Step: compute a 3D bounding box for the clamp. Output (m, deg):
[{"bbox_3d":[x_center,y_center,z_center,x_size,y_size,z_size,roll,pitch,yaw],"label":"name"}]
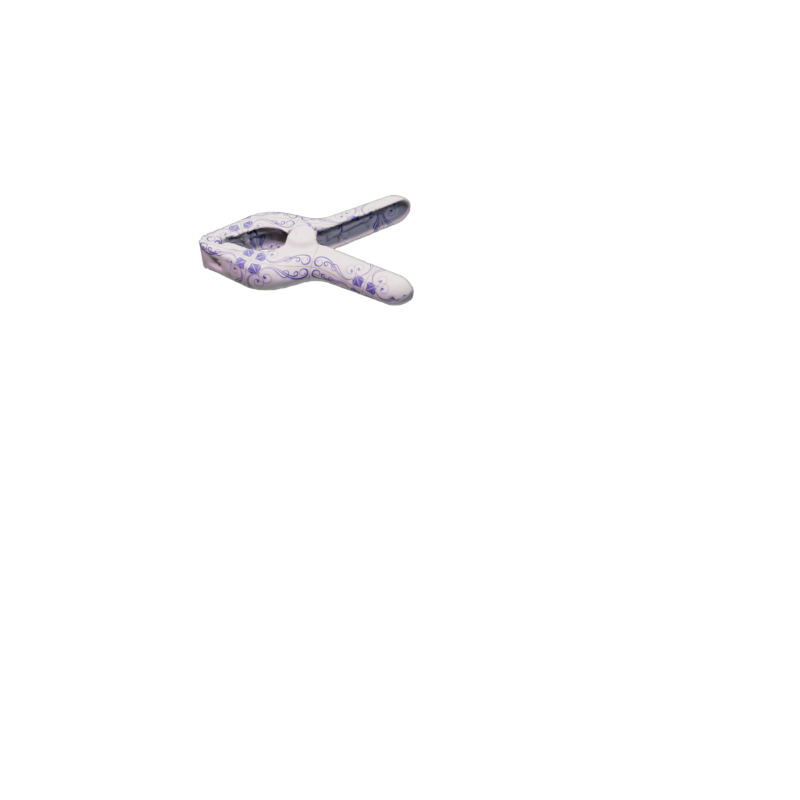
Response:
[{"bbox_3d":[-0.068,-0.124,0.872,0.174,0.037,0.127,7,39,8],"label":"clamp"}]
